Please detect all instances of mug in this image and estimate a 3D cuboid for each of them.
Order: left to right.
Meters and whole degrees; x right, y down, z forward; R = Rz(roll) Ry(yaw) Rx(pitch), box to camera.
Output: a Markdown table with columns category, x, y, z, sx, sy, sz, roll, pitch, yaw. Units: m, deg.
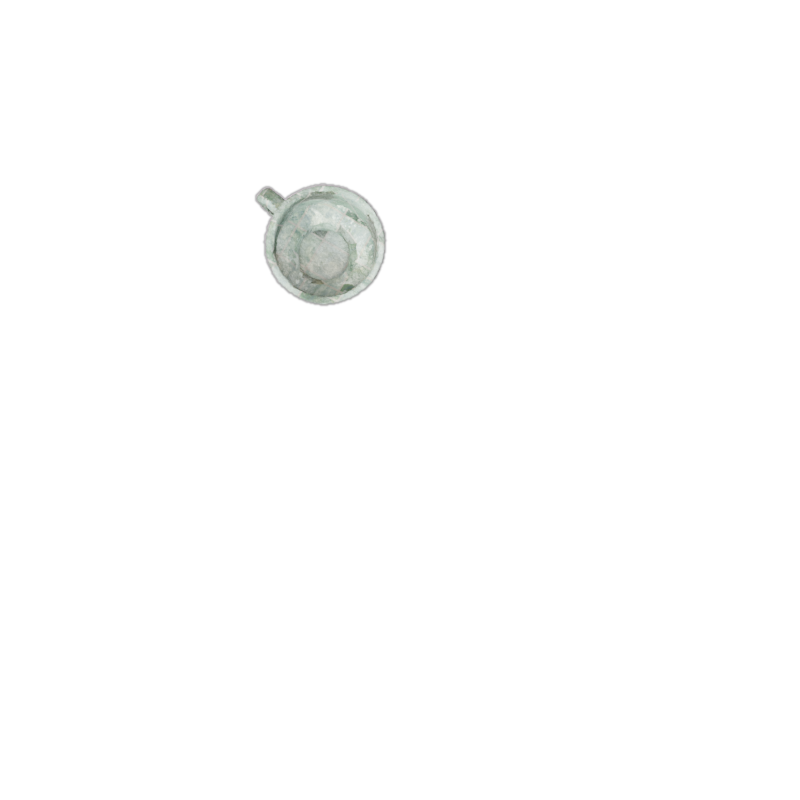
| category | x | y | z | sx | sy | sz | roll | pitch | yaw |
| --- | --- | --- | --- | --- | --- | --- | --- | --- | --- |
| mug | -0.070 | -0.127 | 0.892 | 0.118 | 0.094 | 0.080 | 39 | -5 | 2 |
